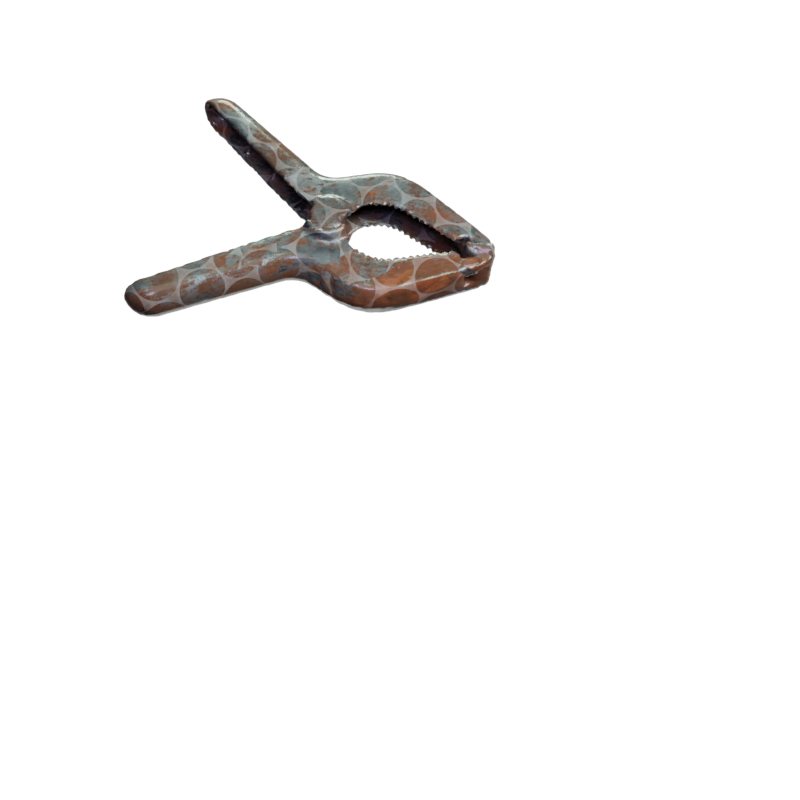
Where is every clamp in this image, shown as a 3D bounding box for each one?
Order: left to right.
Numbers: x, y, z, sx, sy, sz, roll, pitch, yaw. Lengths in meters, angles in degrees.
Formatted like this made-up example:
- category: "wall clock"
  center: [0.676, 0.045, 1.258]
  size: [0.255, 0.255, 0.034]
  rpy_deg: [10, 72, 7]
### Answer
- category: "clamp"
  center: [-0.052, -0.095, 0.664]
  size: [0.215, 0.172, 0.034]
  rpy_deg: [18, -30, 11]
